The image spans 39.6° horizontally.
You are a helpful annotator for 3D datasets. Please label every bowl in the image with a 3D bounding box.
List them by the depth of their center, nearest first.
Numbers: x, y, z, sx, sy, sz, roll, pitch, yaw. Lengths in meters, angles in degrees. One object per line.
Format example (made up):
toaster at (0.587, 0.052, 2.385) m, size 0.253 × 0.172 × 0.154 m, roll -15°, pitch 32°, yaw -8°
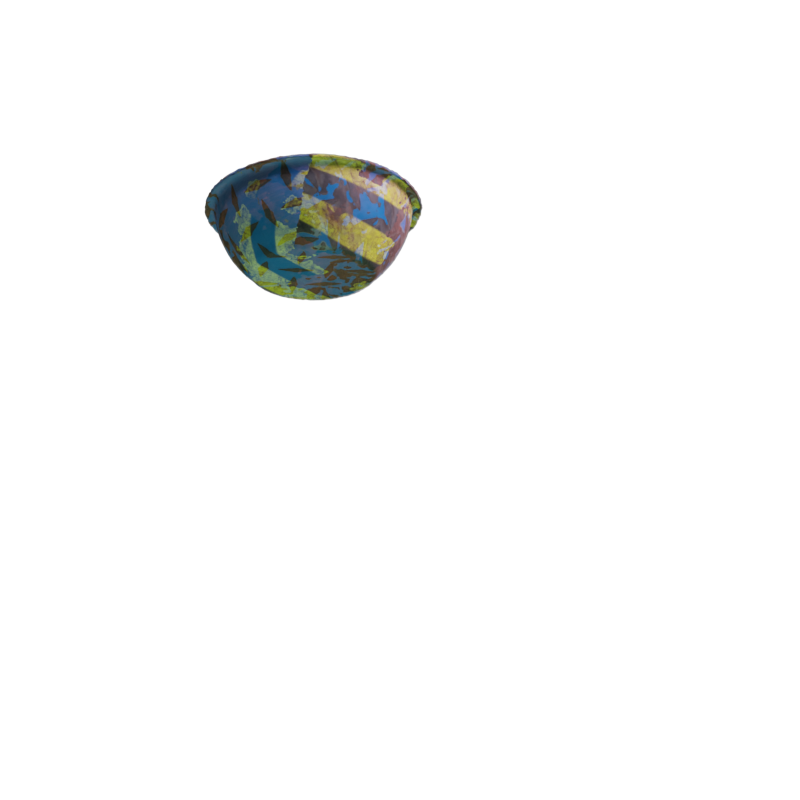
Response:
bowl at (-0.064, -0.116, 0.815) m, size 0.162 × 0.058 × 0.154 m, roll 1°, pitch -21°, yaw -2°
